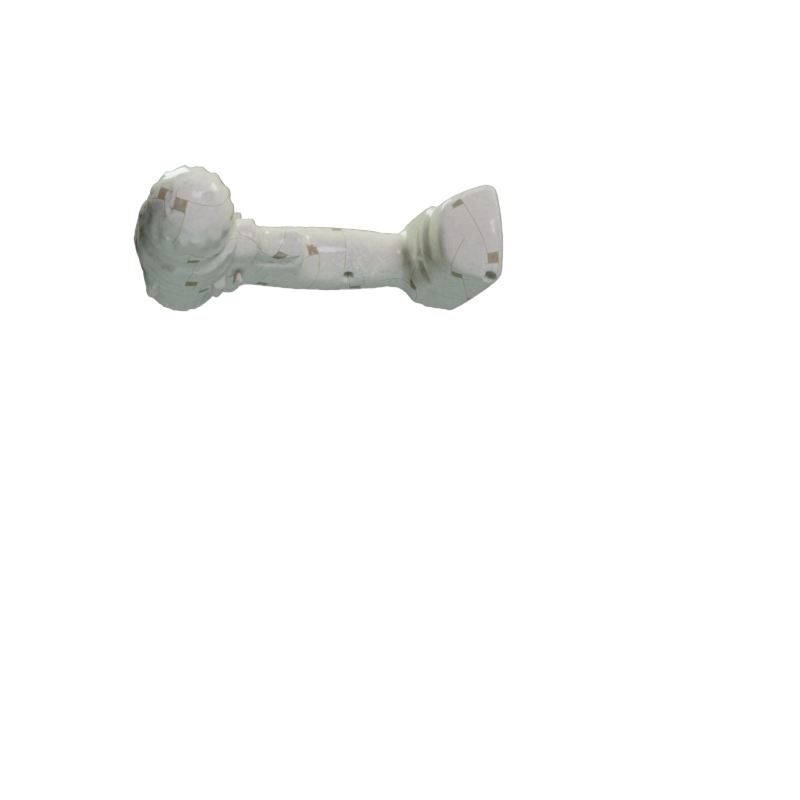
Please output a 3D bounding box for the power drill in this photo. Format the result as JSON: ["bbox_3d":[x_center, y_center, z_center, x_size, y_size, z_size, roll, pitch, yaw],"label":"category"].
[{"bbox_3d":[-0.046,-0.084,0.587,0.185,0.058,0.184,1,-4,-11],"label":"power drill"}]
